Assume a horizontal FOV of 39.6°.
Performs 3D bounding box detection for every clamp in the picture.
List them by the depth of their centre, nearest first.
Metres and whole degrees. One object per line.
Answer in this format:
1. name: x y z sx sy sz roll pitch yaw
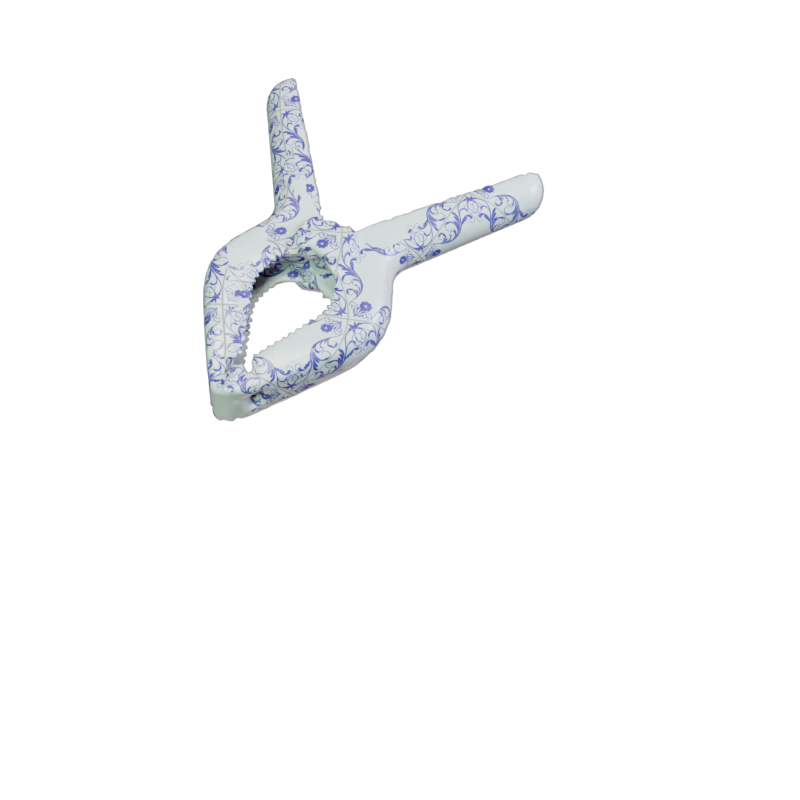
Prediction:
1. clamp: -0.045 -0.081 0.570 0.172 0.215 0.034 28 -32 19
